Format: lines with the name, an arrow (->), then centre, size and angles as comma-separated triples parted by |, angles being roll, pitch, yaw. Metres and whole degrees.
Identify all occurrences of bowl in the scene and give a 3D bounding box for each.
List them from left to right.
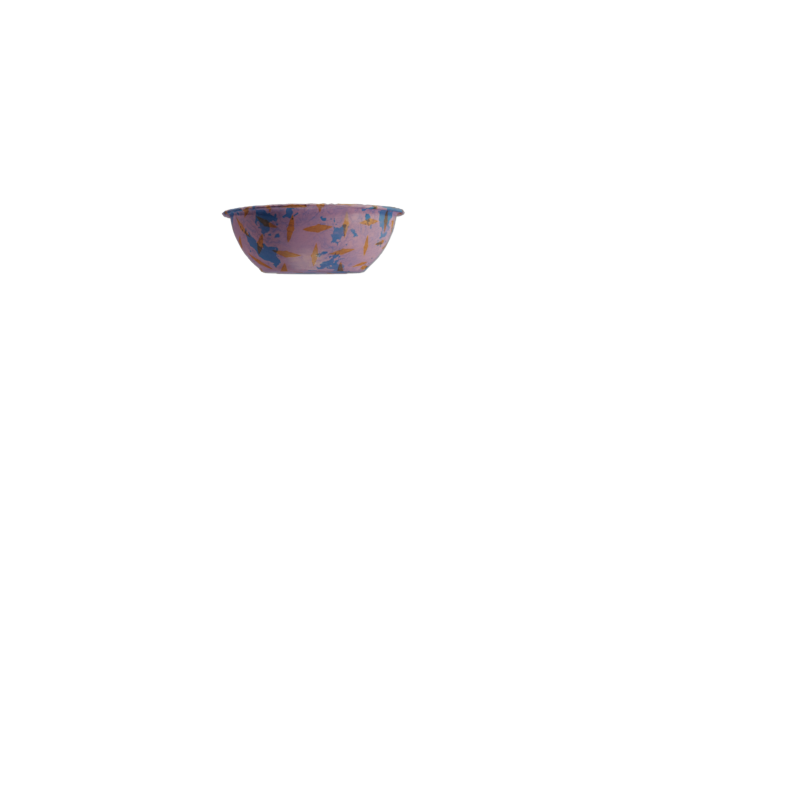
bowl -> -0.077, -0.140, 0.979 | 0.162, 0.055, 0.162 | 0, 4, -2
